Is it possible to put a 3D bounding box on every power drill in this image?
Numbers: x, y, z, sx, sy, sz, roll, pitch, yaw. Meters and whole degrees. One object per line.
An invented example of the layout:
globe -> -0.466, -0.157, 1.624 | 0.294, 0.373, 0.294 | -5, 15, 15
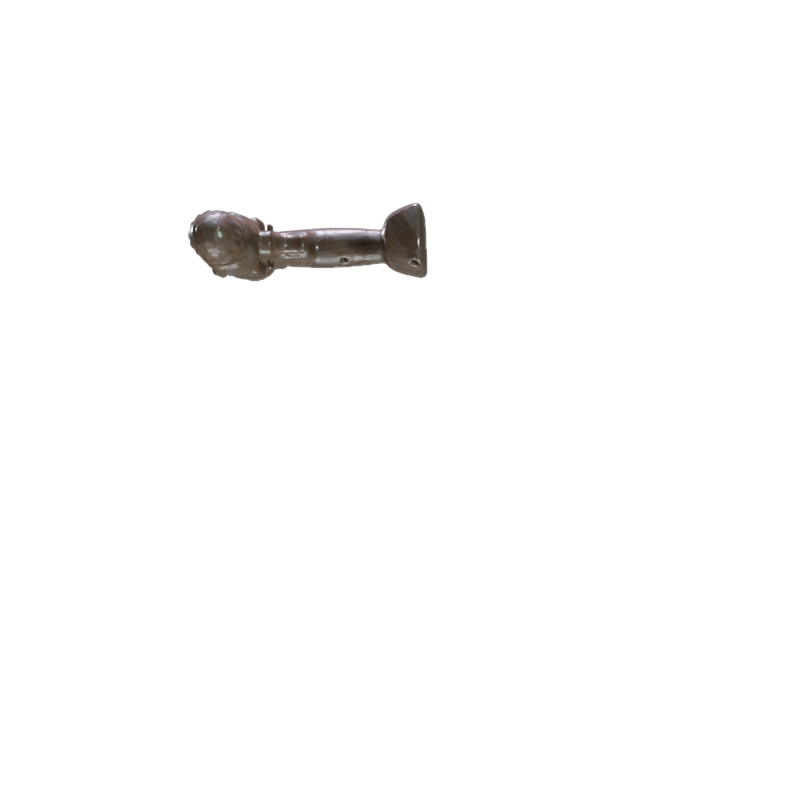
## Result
power drill -> -0.073, -0.133, 0.929 | 0.190, 0.058, 0.182 | 0, 2, 7
